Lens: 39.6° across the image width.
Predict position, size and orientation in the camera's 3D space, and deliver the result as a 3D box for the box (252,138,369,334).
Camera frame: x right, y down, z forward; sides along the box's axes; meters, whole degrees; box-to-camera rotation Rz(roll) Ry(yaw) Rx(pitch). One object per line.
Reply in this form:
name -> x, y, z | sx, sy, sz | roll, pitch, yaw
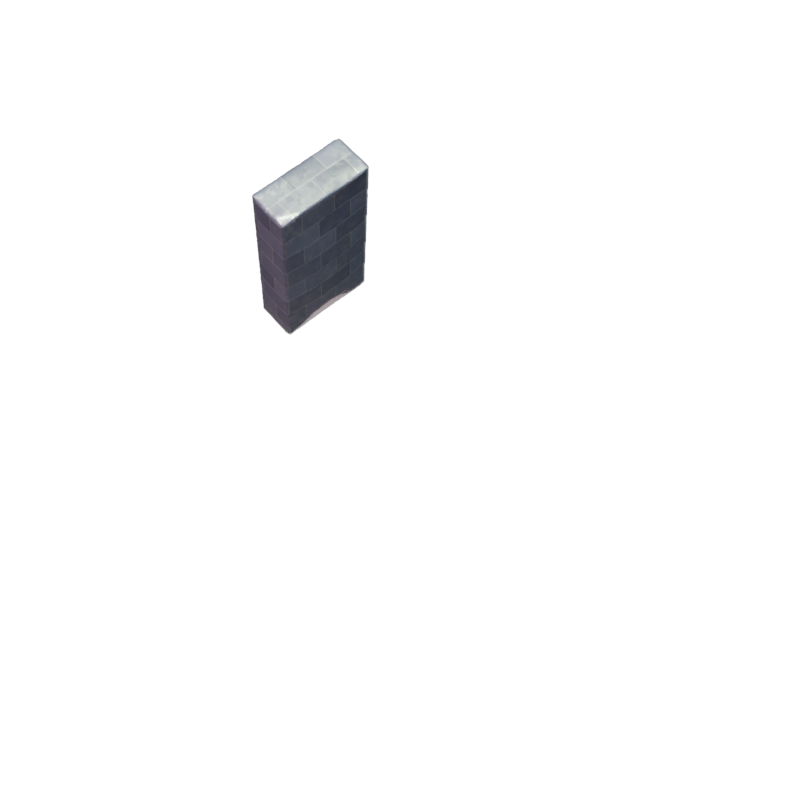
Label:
box -> -0.074, -0.135, 0.946 | 0.094, 0.050, 0.166 | -38, -17, -19
